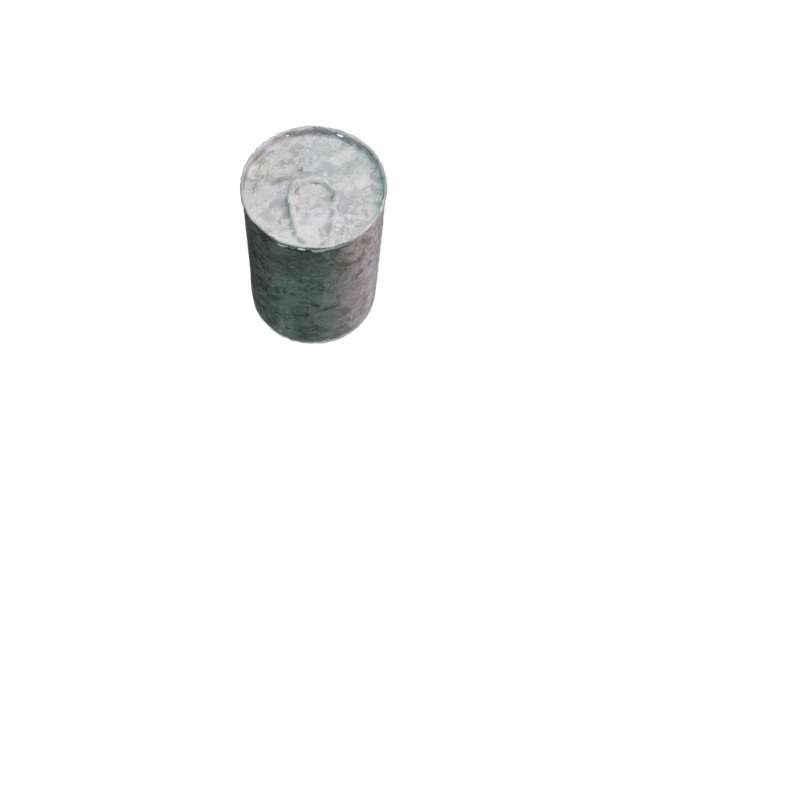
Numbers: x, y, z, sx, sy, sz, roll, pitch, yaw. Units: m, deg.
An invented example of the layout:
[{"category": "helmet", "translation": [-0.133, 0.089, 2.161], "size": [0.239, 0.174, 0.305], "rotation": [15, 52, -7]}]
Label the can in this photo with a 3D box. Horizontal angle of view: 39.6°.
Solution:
[{"category": "can", "translation": [-0.043, -0.079, 0.552], "size": [0.068, 0.073, 0.096], "rotation": [0, -27, -3]}]
